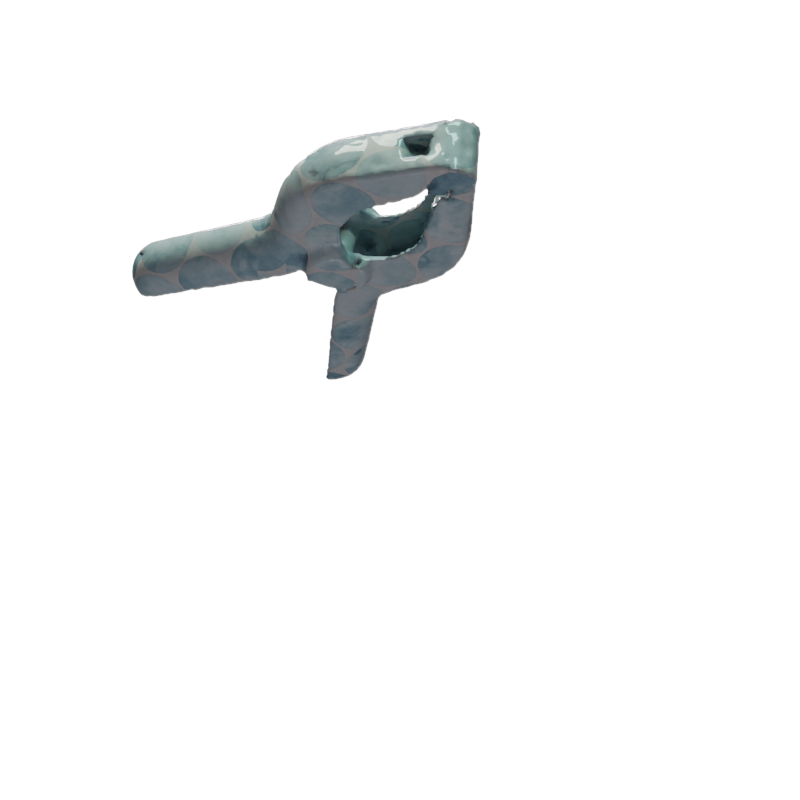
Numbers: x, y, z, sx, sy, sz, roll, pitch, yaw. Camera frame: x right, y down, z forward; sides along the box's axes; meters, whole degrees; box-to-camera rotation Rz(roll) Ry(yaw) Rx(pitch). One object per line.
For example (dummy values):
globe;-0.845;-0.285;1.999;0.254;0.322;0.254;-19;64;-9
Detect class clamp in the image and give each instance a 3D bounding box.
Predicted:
clamp;-0.036;-0.066;0.465;0.115;0.042;0.167;16;-35;-24
